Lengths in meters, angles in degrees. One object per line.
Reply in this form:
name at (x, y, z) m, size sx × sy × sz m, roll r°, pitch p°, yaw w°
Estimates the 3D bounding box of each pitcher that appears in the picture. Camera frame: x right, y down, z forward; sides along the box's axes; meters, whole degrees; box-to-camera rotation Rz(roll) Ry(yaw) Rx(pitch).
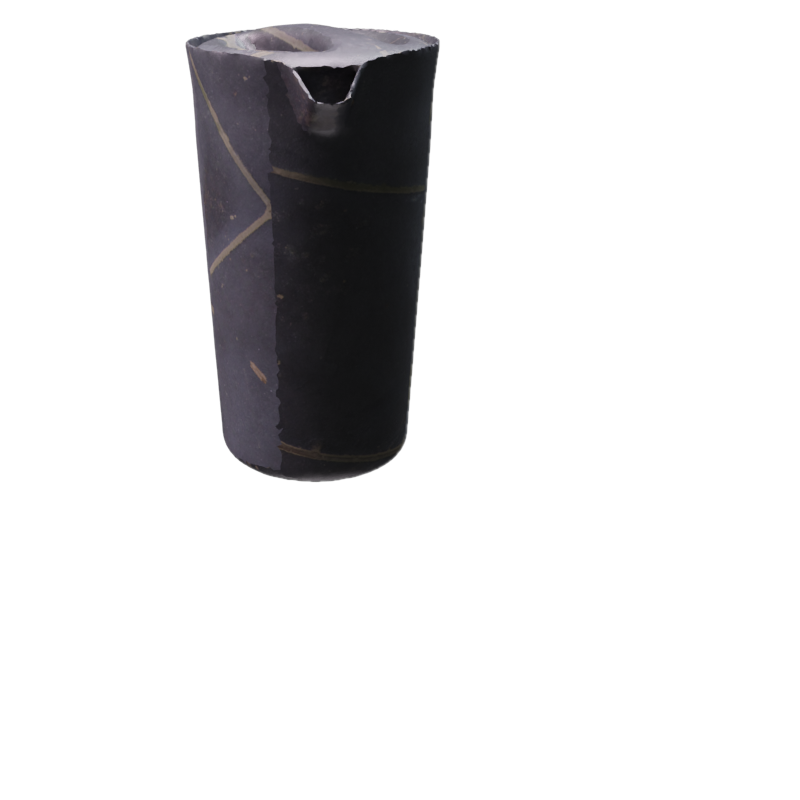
pitcher at (-0.049, -0.089, 0.626) m, size 0.152 × 0.233 × 0.148 m, roll 15°, pitch 24°, yaw 33°
